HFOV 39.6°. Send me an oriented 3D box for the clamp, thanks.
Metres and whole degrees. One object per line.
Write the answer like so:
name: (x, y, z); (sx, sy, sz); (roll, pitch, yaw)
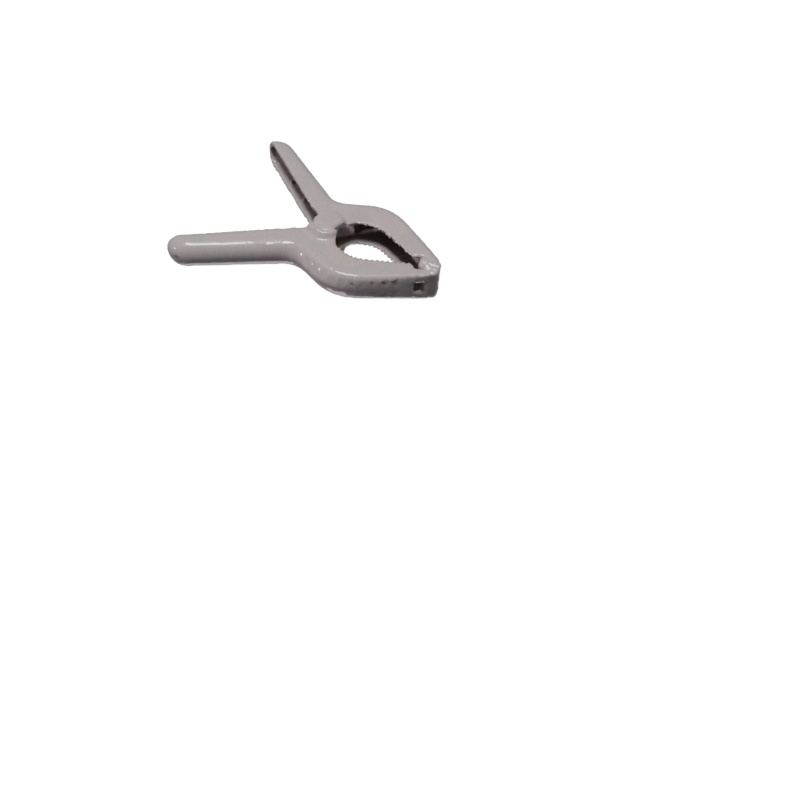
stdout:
clamp: (-0.070, -0.127, 0.889); (0.221, 0.034, 0.168); (28, 53, 24)
